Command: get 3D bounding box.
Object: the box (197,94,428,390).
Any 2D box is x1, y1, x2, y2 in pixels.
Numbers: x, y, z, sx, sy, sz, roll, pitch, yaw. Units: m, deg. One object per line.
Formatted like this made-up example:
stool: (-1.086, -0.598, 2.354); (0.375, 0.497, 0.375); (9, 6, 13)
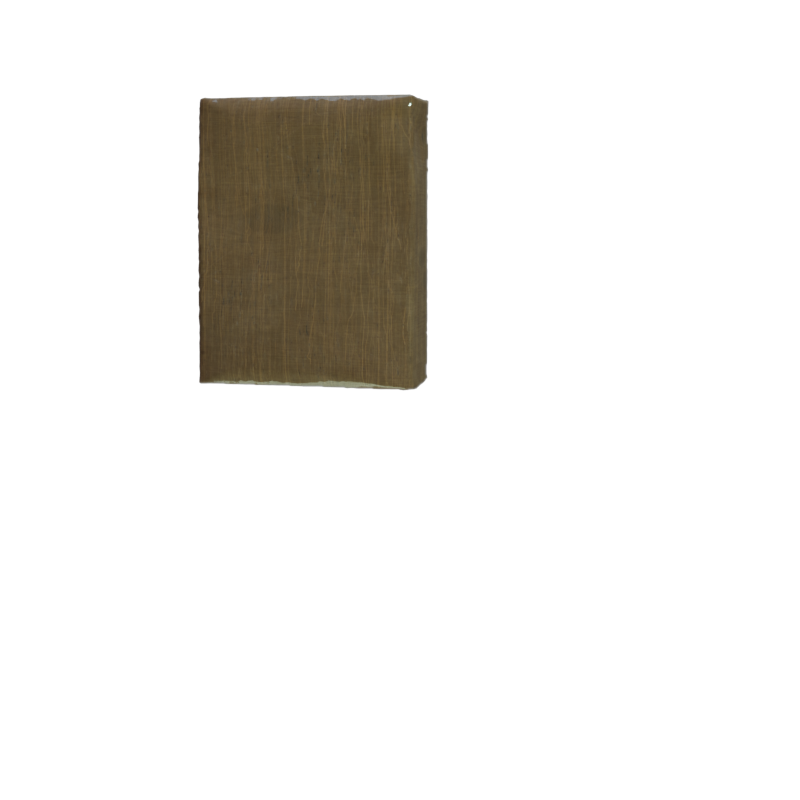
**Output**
box: (-0.065, -0.118, 0.824); (0.167, 0.212, 0.071); (2, 4, 13)
